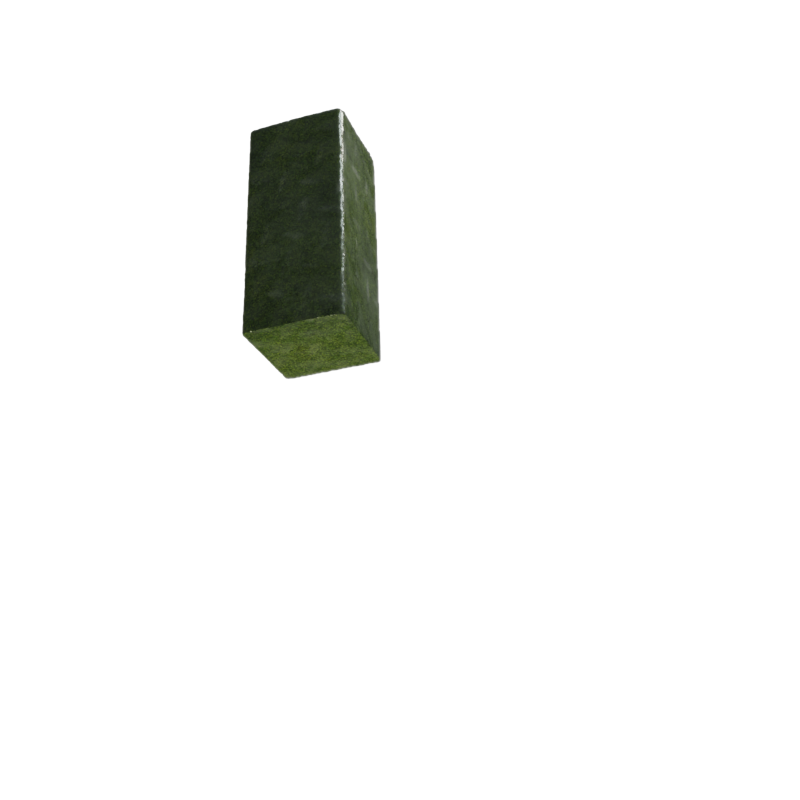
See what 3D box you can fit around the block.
[{"bbox_3d":[-0.074,-0.137,0.955,0.091,0.220,0.084,-12,-32,17],"label":"block"}]
